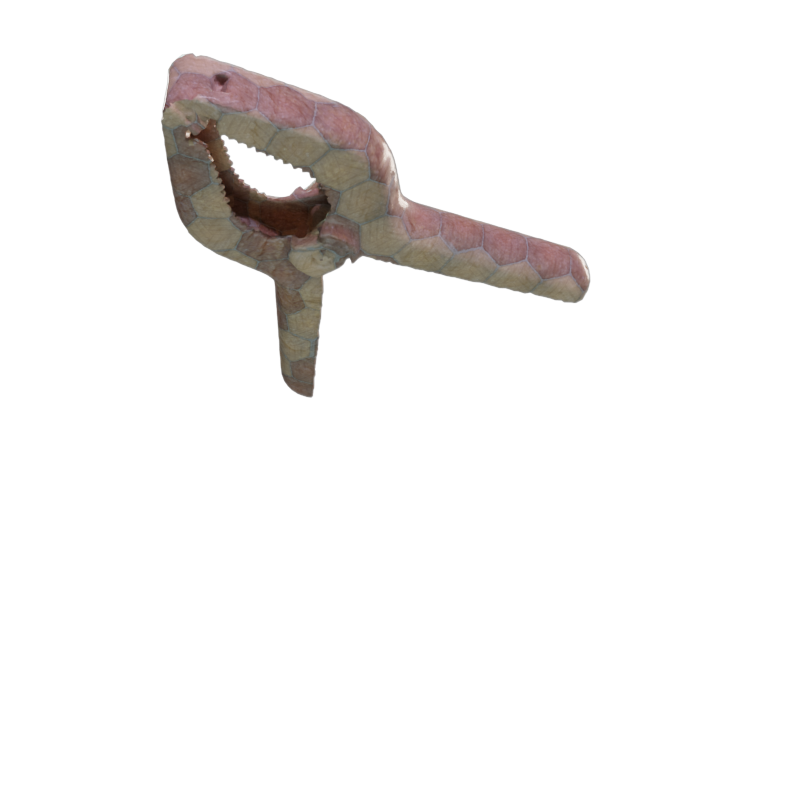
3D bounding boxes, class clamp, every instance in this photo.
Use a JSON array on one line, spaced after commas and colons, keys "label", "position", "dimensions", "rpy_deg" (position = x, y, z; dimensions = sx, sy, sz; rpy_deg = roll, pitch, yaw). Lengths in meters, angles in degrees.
[{"label": "clamp", "position": [-0.038, -0.070, 0.488], "dimensions": [0.165, 0.039, 0.196], "rpy_deg": [-26, -43, 31]}]
